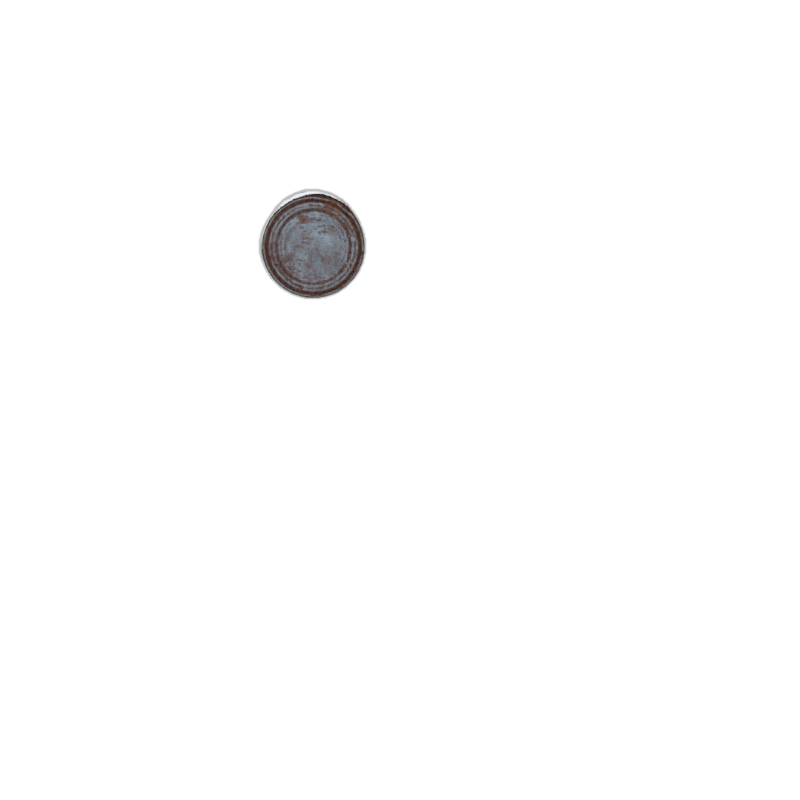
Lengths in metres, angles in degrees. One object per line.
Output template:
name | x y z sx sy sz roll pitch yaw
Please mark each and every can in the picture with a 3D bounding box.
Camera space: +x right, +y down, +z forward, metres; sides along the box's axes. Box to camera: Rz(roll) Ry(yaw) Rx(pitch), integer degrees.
can | -0.058 -0.106 0.744 0.068 0.068 0.104 0 9 -3
